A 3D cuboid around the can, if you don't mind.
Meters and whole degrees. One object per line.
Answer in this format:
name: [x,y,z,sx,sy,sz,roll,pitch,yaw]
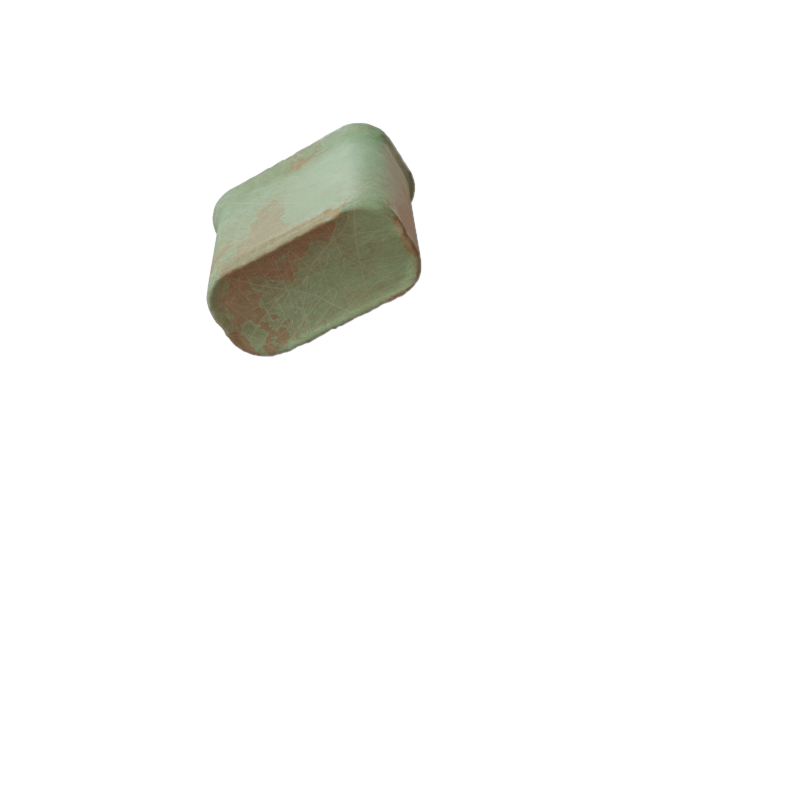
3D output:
can: [-0.041,-0.075,0.525,0.102,0.054,0.089,-26,30,14]
